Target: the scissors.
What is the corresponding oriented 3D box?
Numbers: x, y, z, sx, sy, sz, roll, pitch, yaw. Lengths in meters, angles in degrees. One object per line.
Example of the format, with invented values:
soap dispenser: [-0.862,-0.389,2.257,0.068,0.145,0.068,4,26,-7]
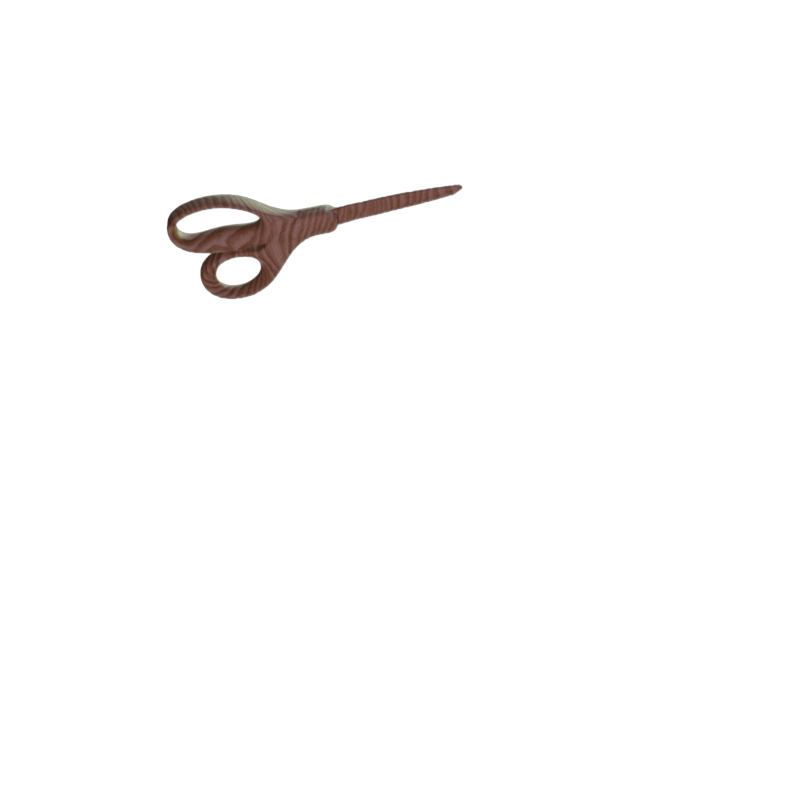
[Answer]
scissors: [-0.061,-0.110,0.773,0.202,0.090,0.017,0,43,0]
